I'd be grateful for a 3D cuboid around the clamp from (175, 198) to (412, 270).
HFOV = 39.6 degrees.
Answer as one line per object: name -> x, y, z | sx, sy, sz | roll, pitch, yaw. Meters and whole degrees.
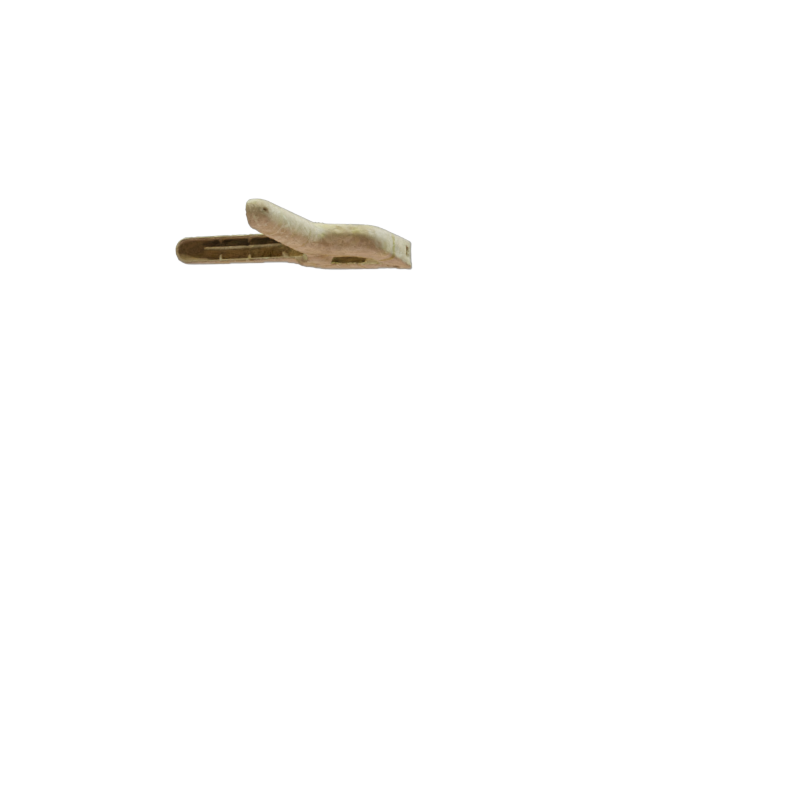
clamp -> -0.076, -0.139, 0.973 | 0.204, 0.037, 0.166 | 2, -6, -23
